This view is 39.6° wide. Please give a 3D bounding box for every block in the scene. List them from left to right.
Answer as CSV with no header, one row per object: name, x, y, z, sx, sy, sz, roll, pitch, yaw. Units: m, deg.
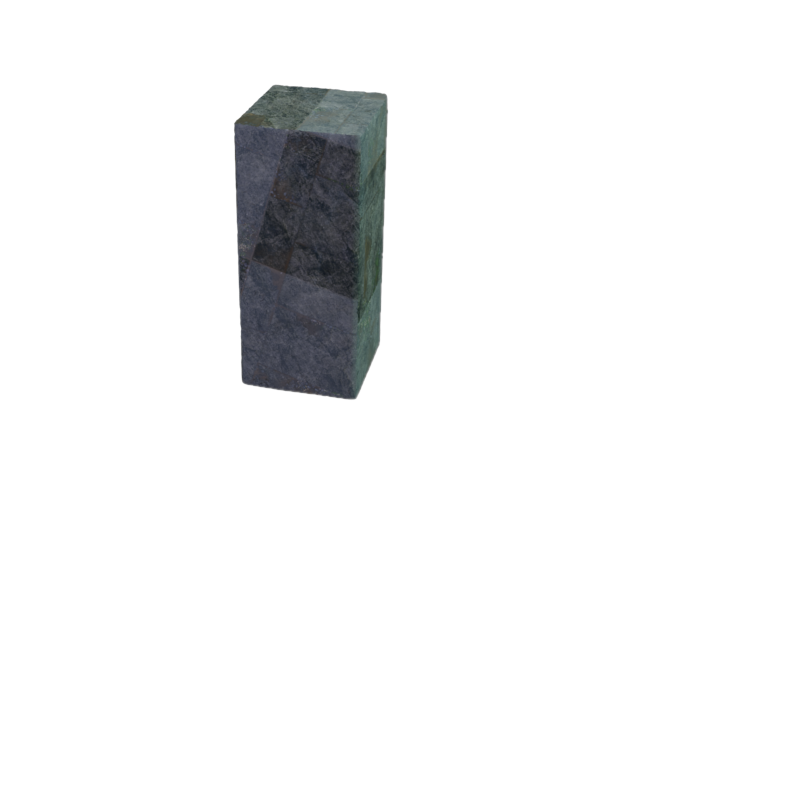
block,-0.063,-0.115,0.809,0.092,0.195,0.094,8,28,11
